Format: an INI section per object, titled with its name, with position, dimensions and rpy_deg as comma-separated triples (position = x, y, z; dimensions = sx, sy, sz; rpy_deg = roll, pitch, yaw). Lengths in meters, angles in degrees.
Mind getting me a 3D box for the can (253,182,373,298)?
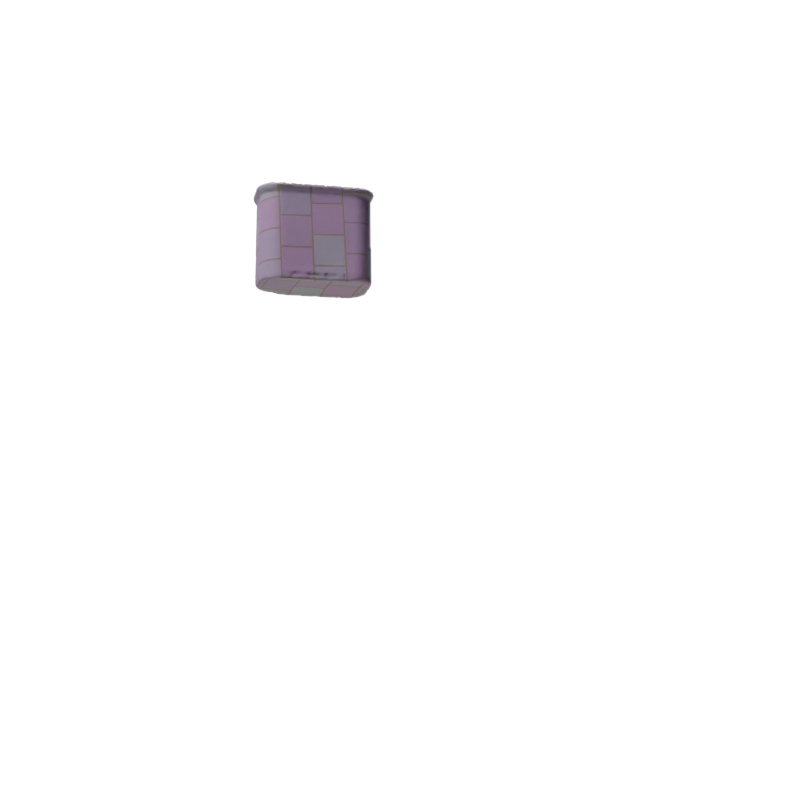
[can]
position = -0.074, -0.135, 0.948
dimensions = 0.100, 0.087, 0.056
rpy_deg = 2, -16, -11
